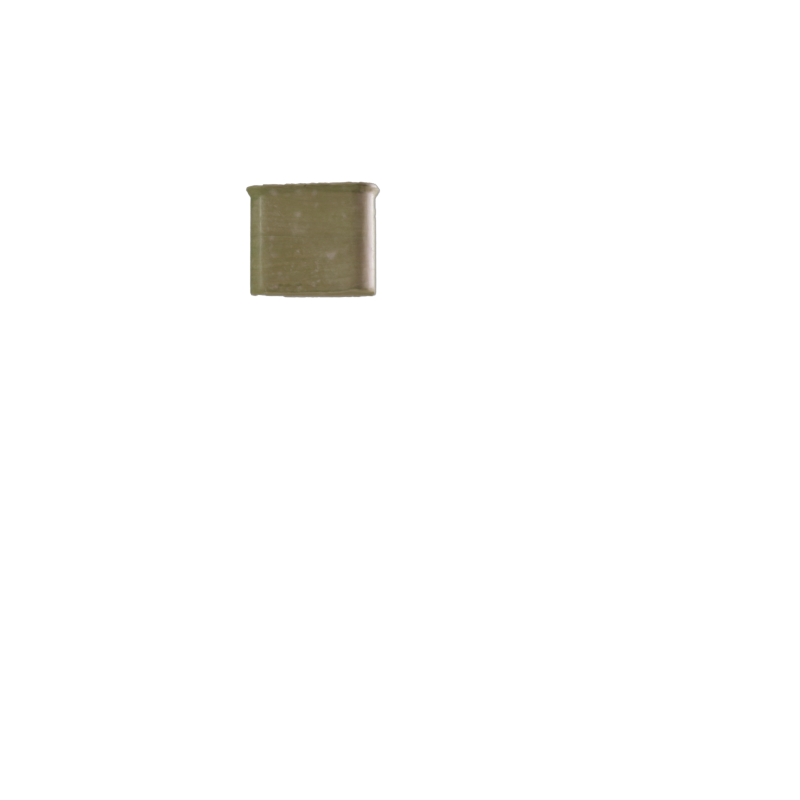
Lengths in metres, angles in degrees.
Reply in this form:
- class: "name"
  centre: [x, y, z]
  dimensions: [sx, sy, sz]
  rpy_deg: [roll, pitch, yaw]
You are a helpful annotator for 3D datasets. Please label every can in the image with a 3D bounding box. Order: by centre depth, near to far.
- class: "can"
  centre: [-0.067, -0.122, 0.857]
  dimensions: [0.103, 0.085, 0.056]
  rpy_deg: [0, -4, 8]
